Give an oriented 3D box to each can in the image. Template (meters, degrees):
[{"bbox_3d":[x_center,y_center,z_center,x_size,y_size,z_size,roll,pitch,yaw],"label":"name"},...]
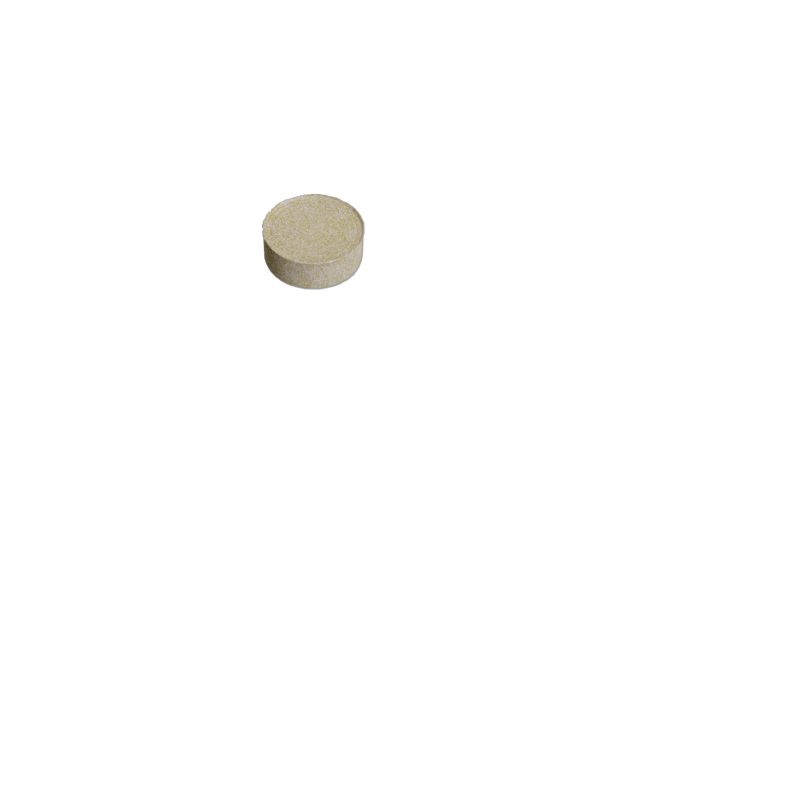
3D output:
[{"bbox_3d":[-0.073,-0.133,0.933,0.086,0.092,0.031,-1,-43,-1],"label":"can"}]
